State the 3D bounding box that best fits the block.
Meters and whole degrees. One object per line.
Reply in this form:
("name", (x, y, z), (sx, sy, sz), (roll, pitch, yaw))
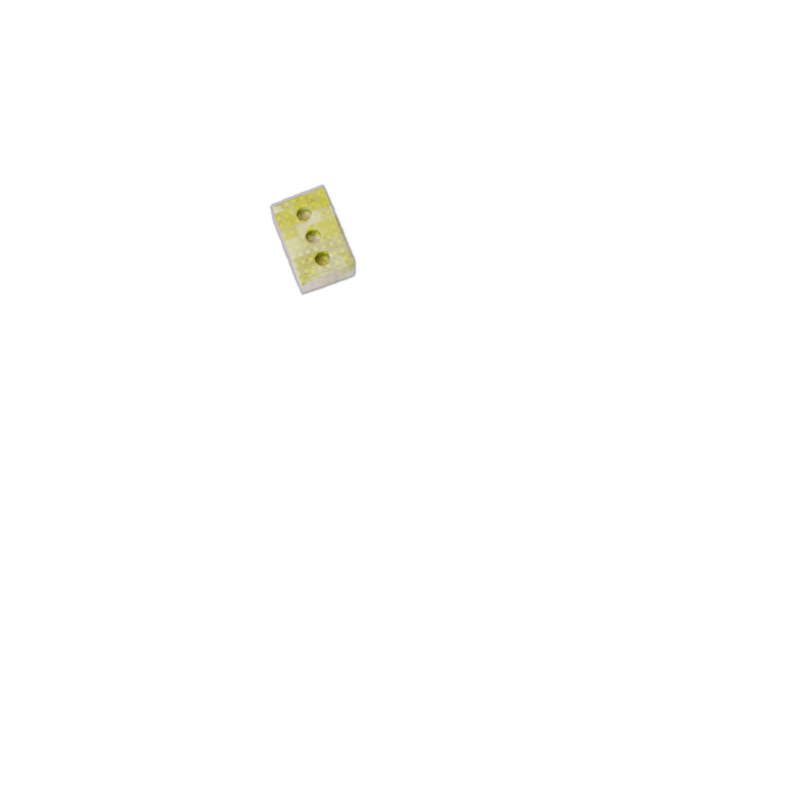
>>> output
("block", (-0.078, -0.143, 0.998), (0.053, 0.080, 0.050), (-22, -9, -5))
